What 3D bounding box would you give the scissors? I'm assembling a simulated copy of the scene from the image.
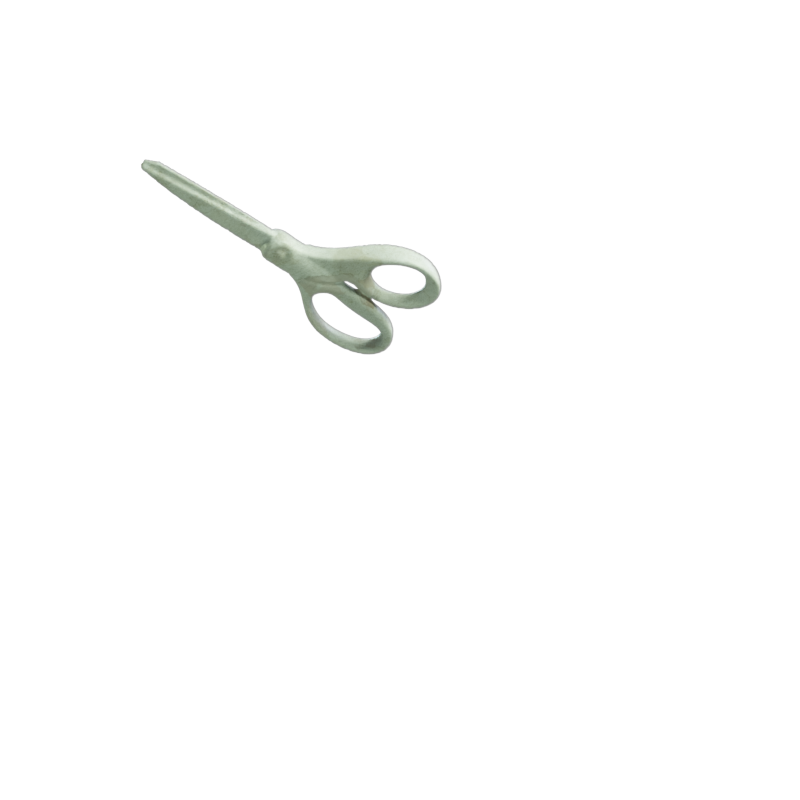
[{"bbox_3d":[-0.051,-0.092,0.646,0.097,0.017,0.187,-23,-47,23],"label":"scissors"}]
